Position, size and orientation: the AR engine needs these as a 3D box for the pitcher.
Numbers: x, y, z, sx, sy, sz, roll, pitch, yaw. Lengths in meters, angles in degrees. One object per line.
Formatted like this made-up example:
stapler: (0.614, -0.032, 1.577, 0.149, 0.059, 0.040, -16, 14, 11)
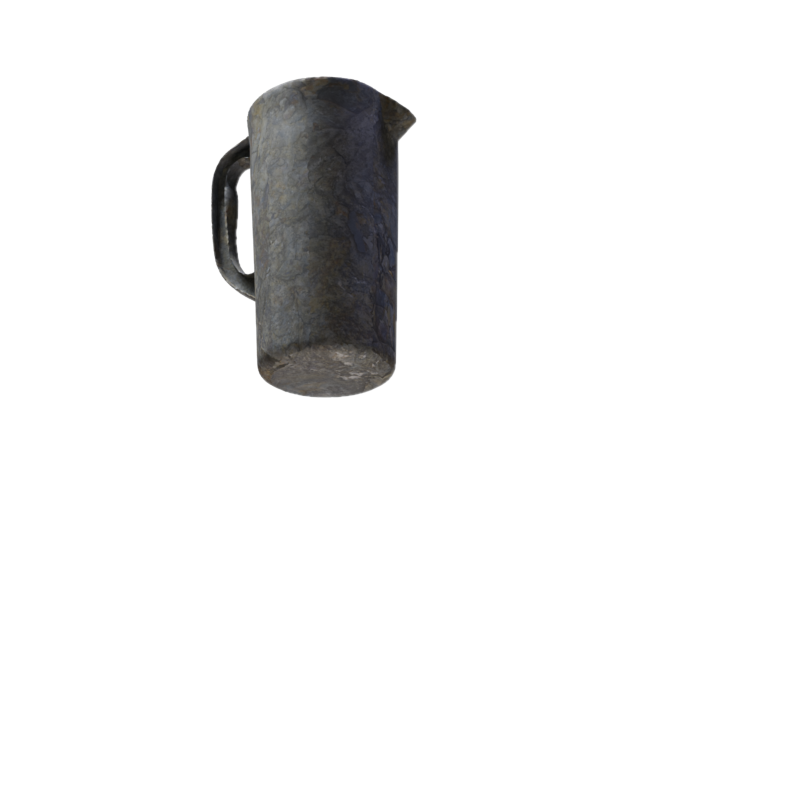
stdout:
pitcher: (-0.071, -0.130, 0.912, 0.140, 0.257, 0.146, 8, -26, -21)
